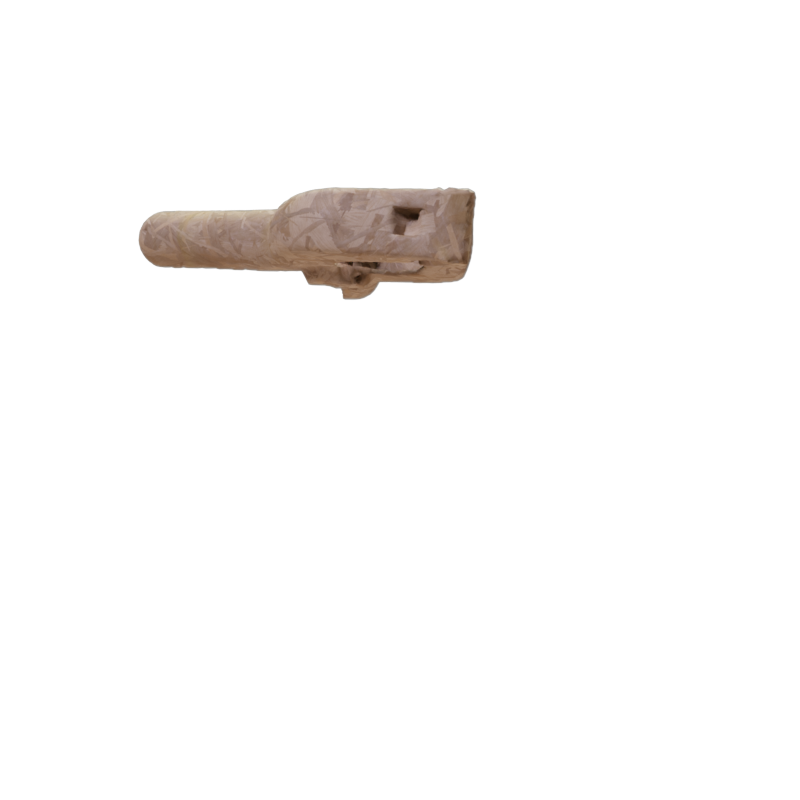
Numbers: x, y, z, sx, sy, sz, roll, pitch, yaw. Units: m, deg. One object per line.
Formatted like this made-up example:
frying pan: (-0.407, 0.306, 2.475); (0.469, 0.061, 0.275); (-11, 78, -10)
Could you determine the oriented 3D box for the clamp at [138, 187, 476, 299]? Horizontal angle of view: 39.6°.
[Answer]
clamp: (-0.036, -0.065, 0.455); (0.117, 0.040, 0.174); (1, -2, -24)
